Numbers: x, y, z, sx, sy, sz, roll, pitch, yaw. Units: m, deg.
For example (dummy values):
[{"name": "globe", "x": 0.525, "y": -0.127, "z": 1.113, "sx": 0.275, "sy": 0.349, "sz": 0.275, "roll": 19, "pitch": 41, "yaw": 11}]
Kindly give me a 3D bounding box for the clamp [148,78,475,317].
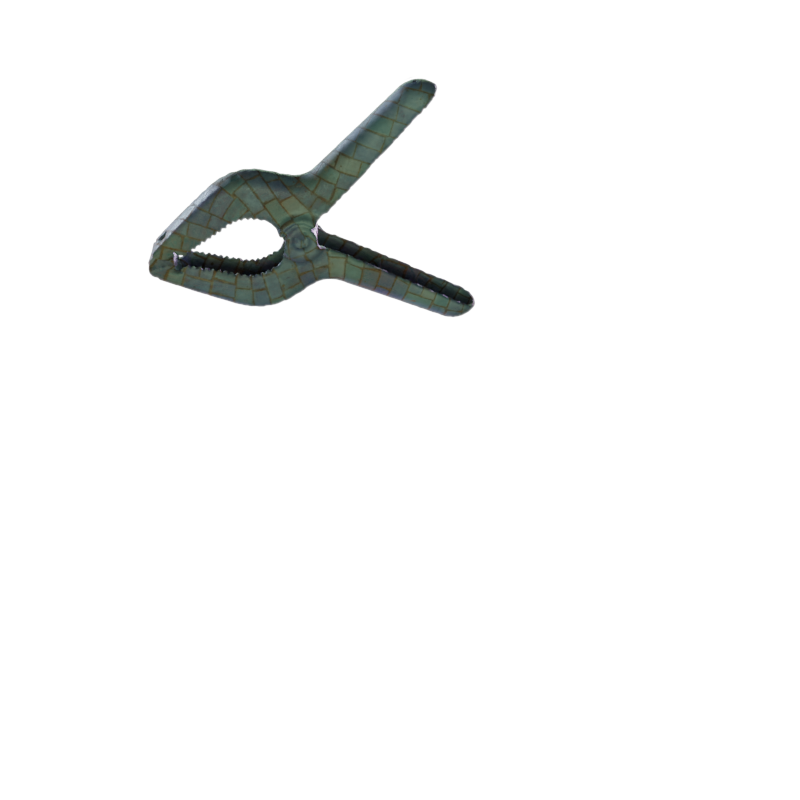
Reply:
[{"name": "clamp", "x": -0.056, "y": -0.103, "z": 0.718, "sx": 0.211, "sy": 0.155, "sz": 0.038, "roll": -16, "pitch": 26, "yaw": 8}]
